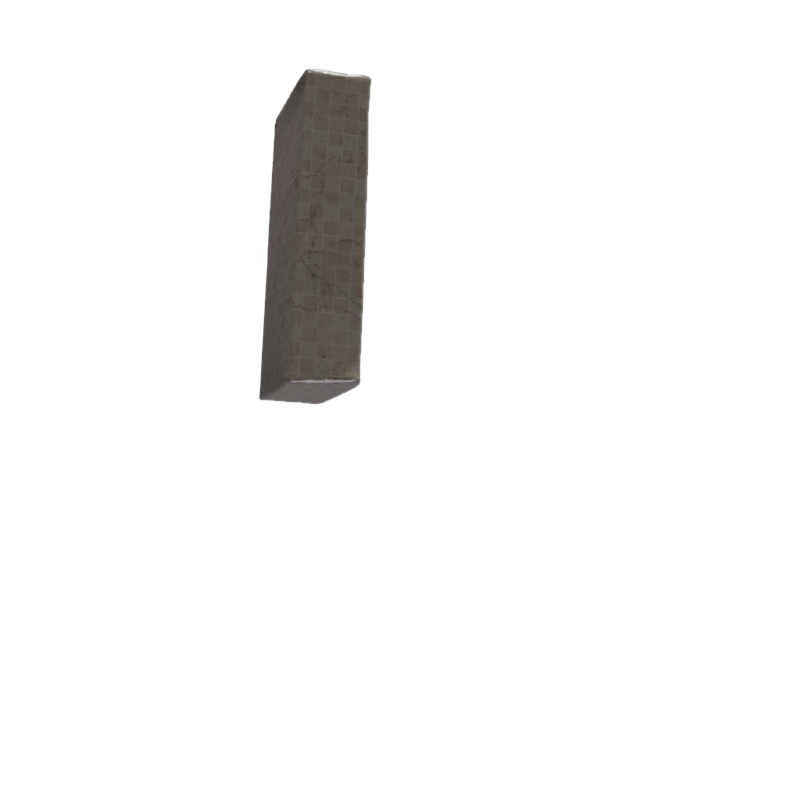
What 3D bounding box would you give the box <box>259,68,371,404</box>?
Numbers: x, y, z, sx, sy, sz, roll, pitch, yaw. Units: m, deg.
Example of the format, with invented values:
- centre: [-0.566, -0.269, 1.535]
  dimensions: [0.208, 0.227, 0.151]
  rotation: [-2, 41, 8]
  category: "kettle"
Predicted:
- centre: [-0.050, -0.091, 0.639]
  dimensions: [0.047, 0.182, 0.092]
  rotation: [3, -13, -17]
  category: "box"
